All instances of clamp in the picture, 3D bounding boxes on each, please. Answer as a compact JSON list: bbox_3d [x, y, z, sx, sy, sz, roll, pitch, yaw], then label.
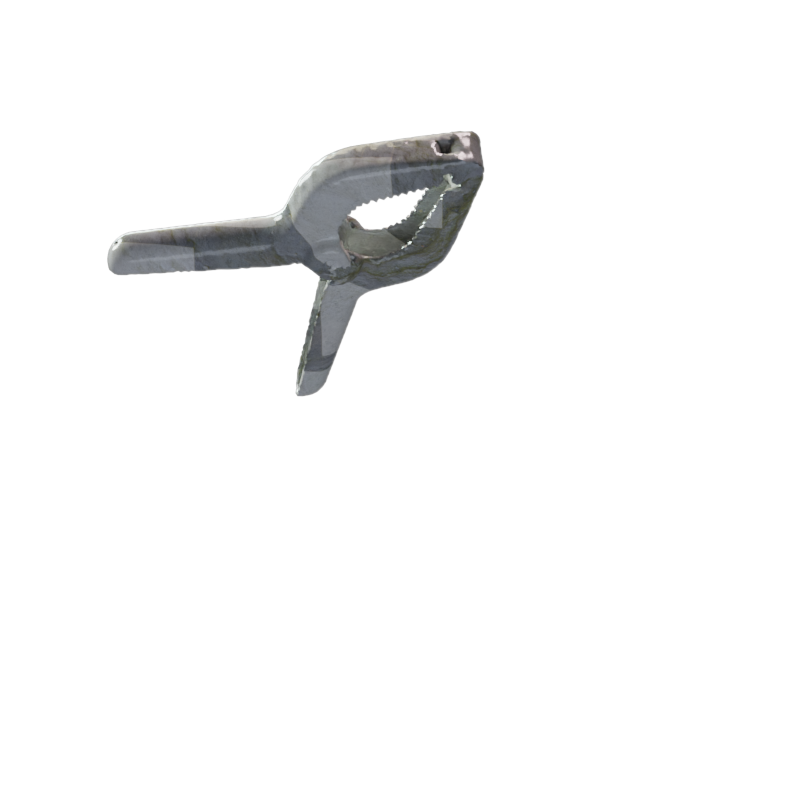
[{"bbox_3d":[-0.048,-0.087,0.610,0.155,0.039,0.207,31,-50,-30],"label":"clamp"}]
